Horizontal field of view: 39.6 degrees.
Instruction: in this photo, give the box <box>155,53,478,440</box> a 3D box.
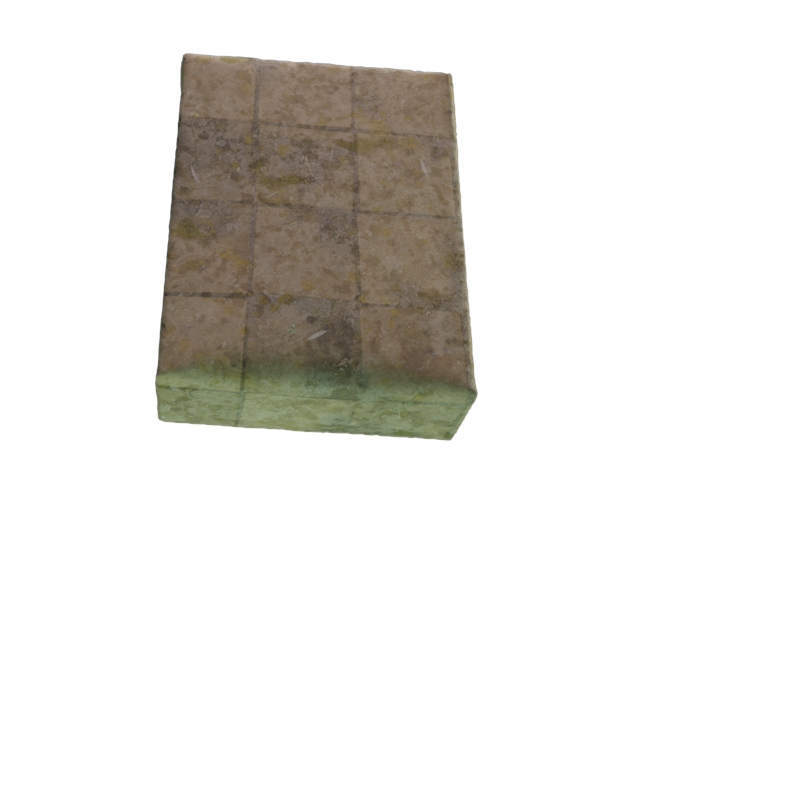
[{"bbox_3d":[-0.049,-0.090,0.631,0.162,0.228,0.068,2,-30,-7],"label":"box"}]
